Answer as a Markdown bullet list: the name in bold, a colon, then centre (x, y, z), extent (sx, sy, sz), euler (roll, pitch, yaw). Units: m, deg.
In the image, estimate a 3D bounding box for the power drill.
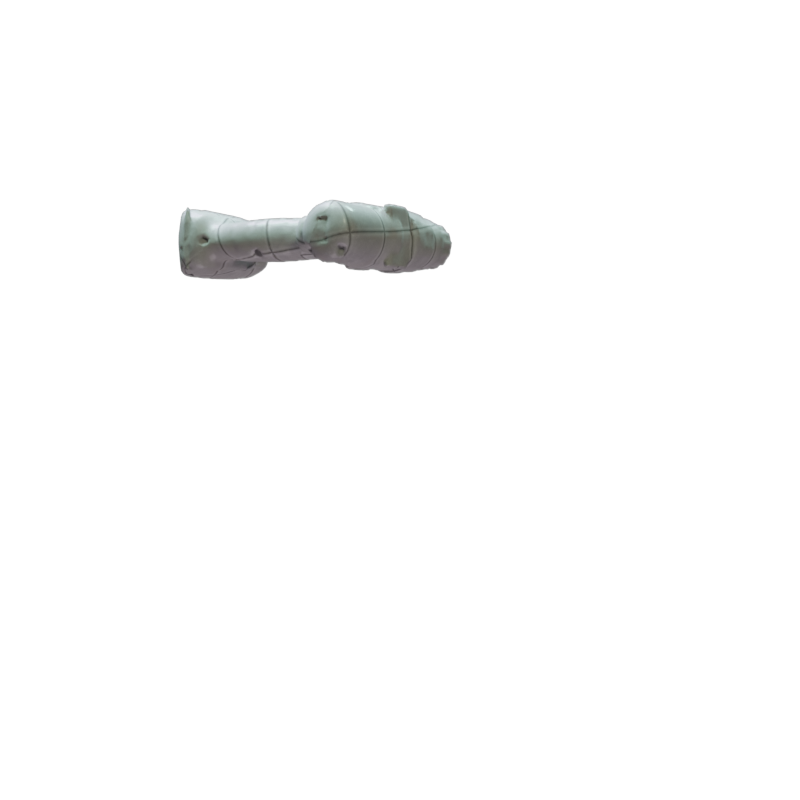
- **power drill**: centre (-0.071, -0.129, 0.902), extent (0.194, 0.058, 0.177), euler (0, 0, 31)
